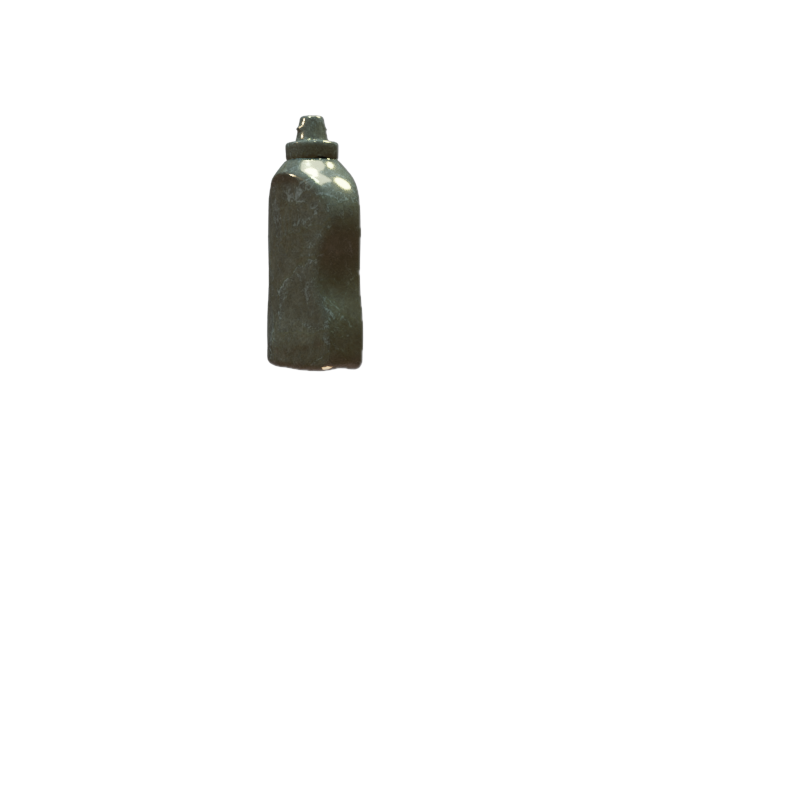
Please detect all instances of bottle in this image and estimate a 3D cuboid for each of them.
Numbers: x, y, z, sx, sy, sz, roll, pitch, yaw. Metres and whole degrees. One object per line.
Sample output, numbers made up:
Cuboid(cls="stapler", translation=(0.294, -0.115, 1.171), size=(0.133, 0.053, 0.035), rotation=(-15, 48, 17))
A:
Cuboid(cls="bottle", translation=(-0.067, -0.121, 0.846), size=(0.056, 0.192, 0.099), rotation=(0, 0, -31))
